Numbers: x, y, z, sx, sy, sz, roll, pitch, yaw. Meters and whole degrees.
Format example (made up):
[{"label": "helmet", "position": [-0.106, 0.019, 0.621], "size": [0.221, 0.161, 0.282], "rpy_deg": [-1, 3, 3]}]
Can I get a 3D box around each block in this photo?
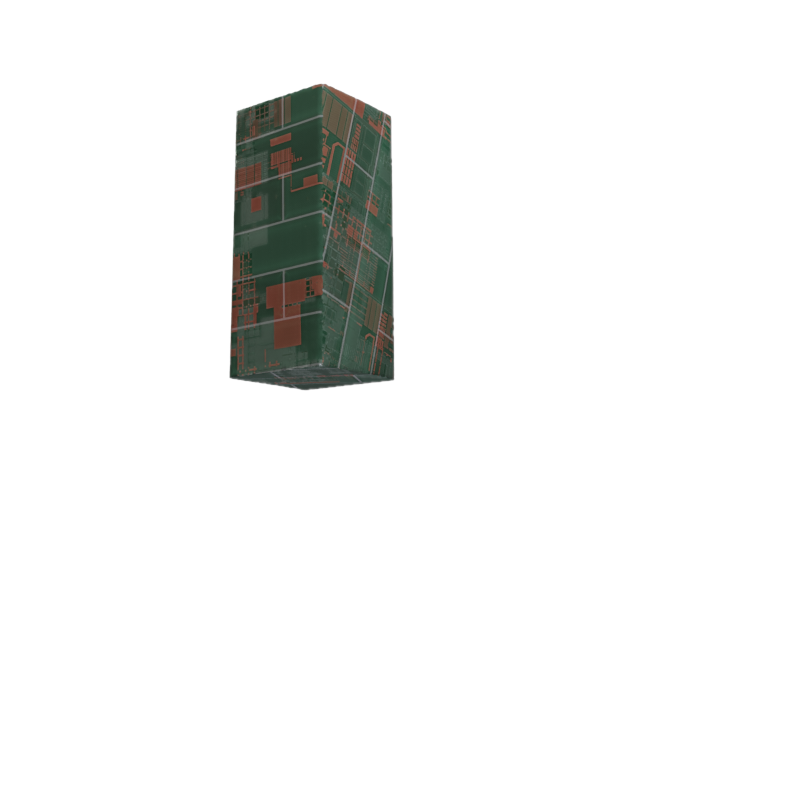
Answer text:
[{"label": "block", "position": [-0.064, -0.118, 0.830], "size": [0.093, 0.213, 0.085], "rpy_deg": [-11, -17, 36]}]
